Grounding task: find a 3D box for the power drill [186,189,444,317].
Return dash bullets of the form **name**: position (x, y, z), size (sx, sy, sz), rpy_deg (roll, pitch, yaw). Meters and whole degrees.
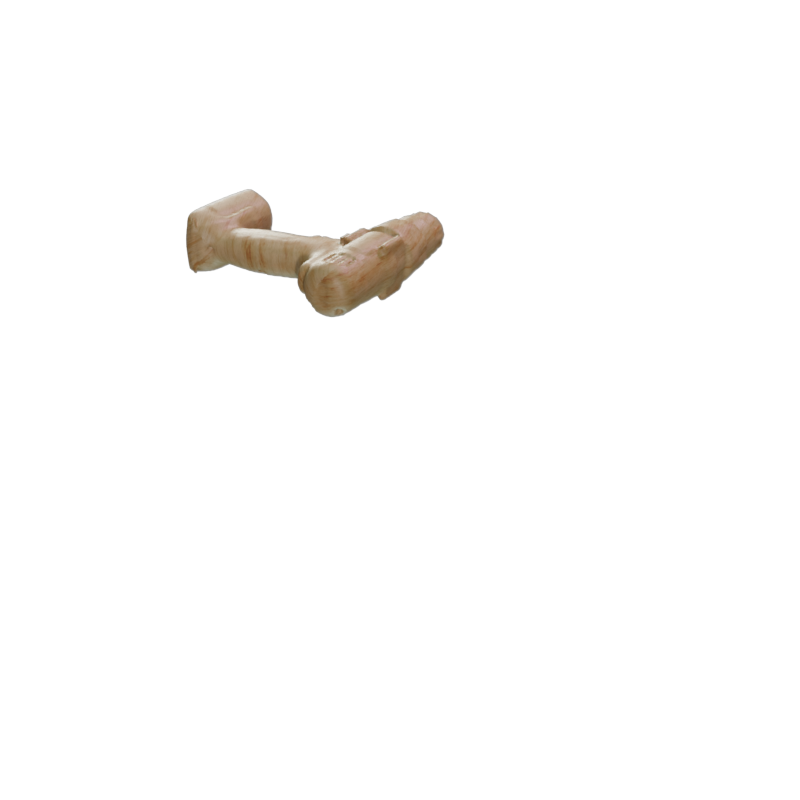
- **power drill**: position (-0.075, -0.136, 0.956), size (0.196, 0.055, 0.185), rpy_deg (14, 28, 28)
